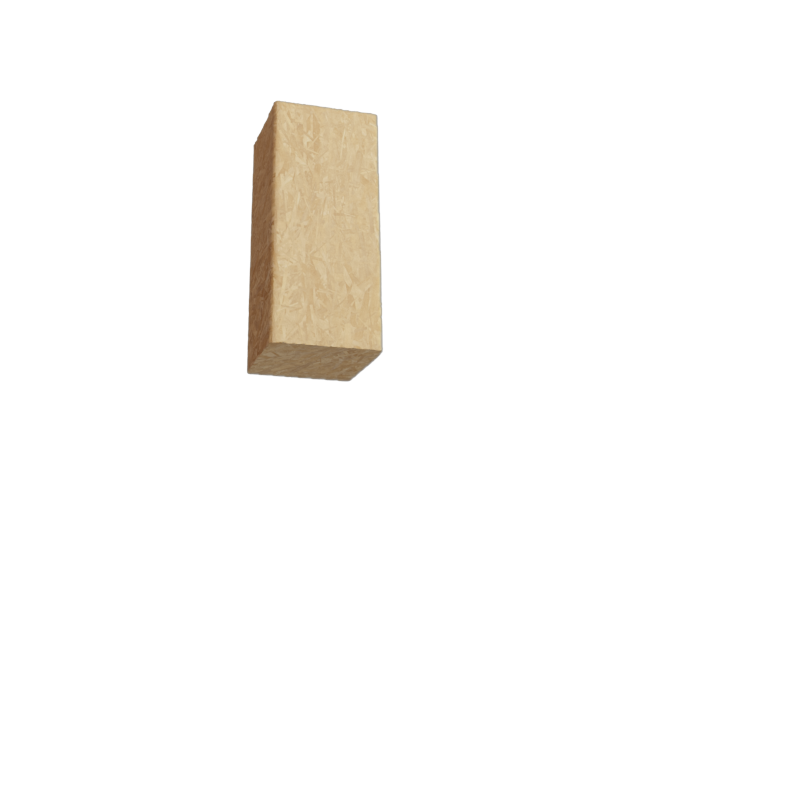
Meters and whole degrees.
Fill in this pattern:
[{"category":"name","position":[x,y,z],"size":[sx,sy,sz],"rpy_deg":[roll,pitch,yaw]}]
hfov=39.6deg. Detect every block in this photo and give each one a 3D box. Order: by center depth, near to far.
[{"category":"block","position":[-0.071,-0.129,0.907],"size":[0.089,0.217,0.088],"rpy_deg":[5,-22,-17]}]
